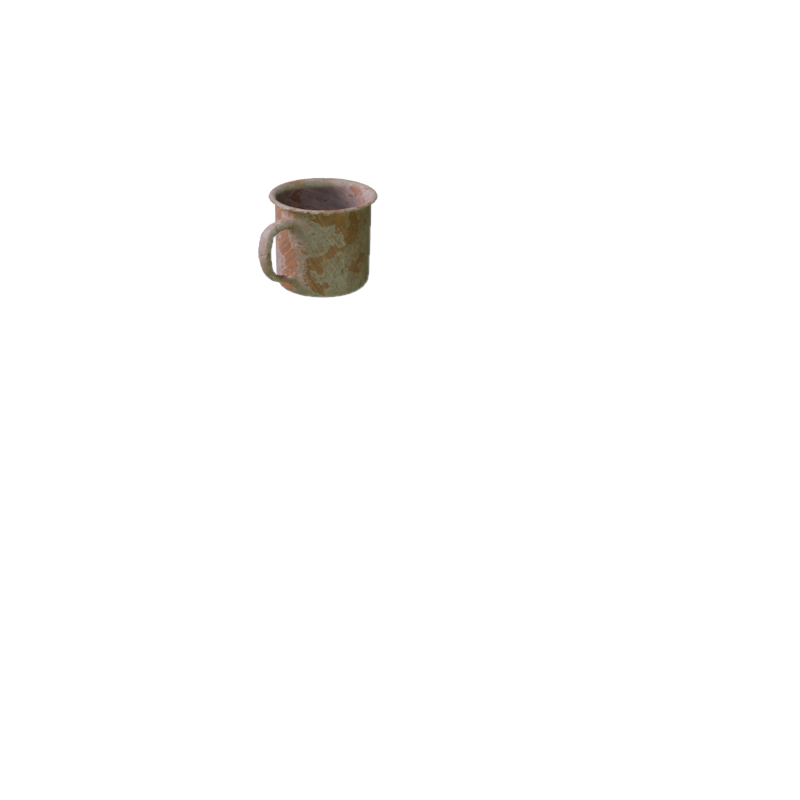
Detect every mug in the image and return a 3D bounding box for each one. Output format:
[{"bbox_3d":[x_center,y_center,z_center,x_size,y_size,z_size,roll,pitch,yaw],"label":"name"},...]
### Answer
[{"bbox_3d":[-0.075,-0.136,0.952,0.099,0.077,0.116,21,33,36],"label":"mug"}]
